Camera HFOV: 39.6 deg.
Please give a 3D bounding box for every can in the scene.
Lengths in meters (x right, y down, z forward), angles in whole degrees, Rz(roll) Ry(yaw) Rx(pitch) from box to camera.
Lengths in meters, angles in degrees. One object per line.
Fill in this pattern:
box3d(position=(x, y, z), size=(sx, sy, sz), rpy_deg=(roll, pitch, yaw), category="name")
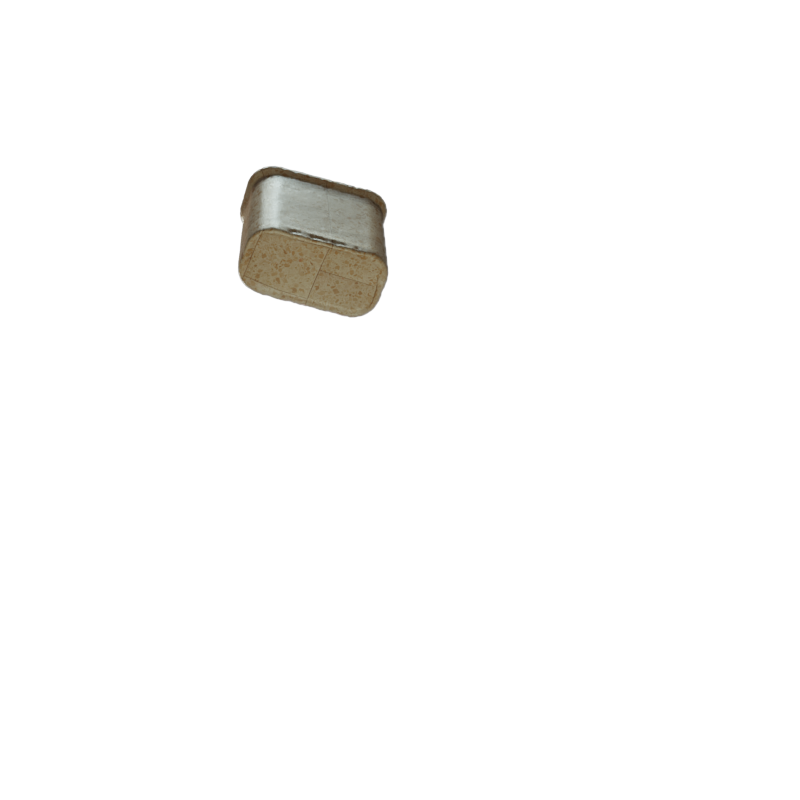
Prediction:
box3d(position=(-0.059, -0.108, 0.754), size=(0.100, 0.055, 0.089), rpy_deg=(13, 34, -11), category="can")
